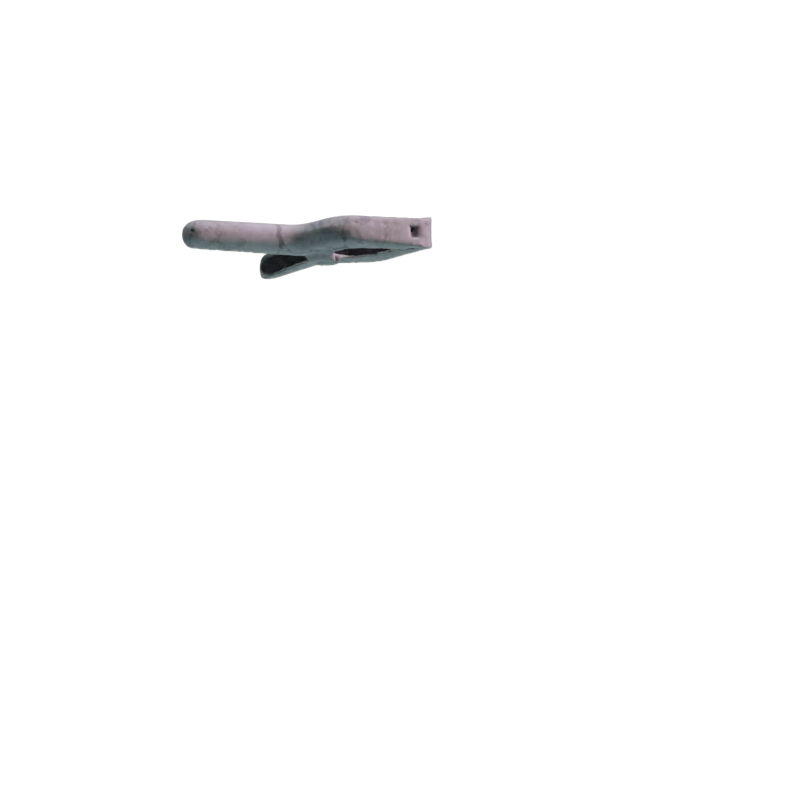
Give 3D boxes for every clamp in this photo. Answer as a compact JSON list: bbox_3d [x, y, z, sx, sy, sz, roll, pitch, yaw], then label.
[{"bbox_3d":[-0.077,-0.141,0.985,0.216,0.037,0.157,-3,-5,28],"label":"clamp"}]
